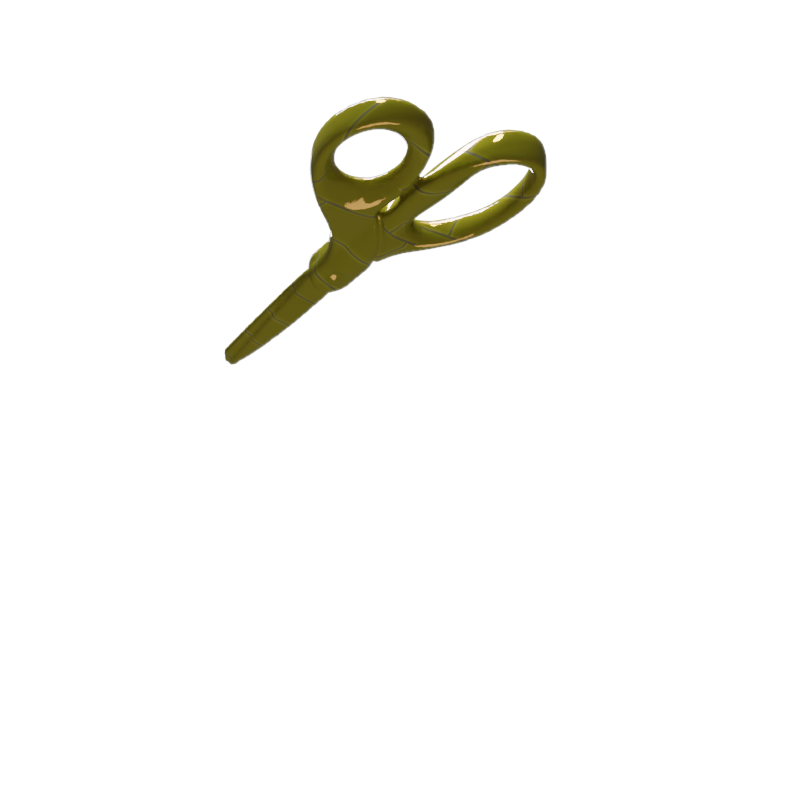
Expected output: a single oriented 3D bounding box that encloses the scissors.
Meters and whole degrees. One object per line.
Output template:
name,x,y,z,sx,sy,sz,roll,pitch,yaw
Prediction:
scissors,-0.036,-0.065,0.454,0.202,0.017,0.090,-23,-36,35
